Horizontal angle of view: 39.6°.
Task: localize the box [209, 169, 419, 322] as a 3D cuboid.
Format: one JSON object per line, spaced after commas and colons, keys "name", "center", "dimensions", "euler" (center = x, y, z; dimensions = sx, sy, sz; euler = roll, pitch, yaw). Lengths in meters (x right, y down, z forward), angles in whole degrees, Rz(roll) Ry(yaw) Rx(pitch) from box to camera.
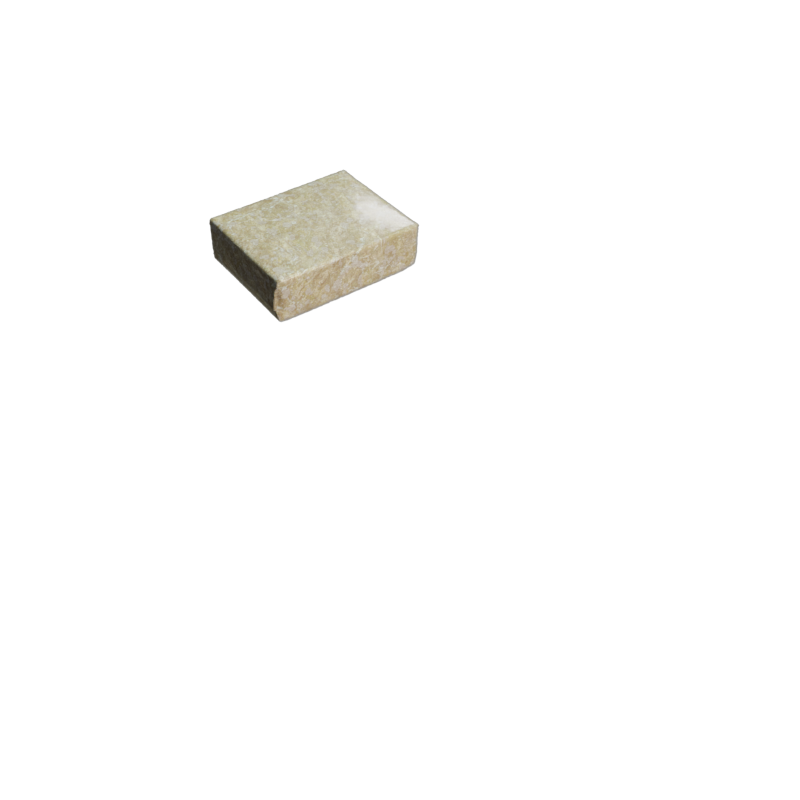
{"name": "box", "center": [-0.058, -0.106, 0.745], "dimensions": [0.112, 0.036, 0.097], "euler": [-24, 45, -27]}
